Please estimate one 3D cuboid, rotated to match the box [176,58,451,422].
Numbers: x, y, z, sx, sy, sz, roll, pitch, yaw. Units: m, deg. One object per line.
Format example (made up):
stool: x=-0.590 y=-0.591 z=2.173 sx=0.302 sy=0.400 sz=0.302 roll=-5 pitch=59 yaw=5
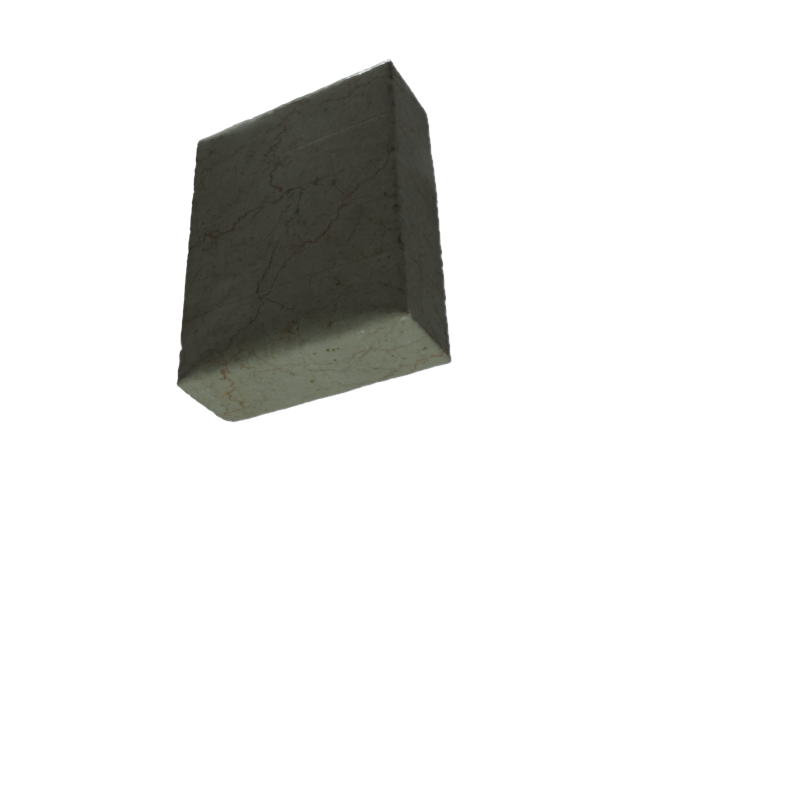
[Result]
box: x=-0.058 y=-0.107 z=0.746 sx=0.166 sy=0.229 sz=0.066 roll=-18 pitch=-38 yaw=22
